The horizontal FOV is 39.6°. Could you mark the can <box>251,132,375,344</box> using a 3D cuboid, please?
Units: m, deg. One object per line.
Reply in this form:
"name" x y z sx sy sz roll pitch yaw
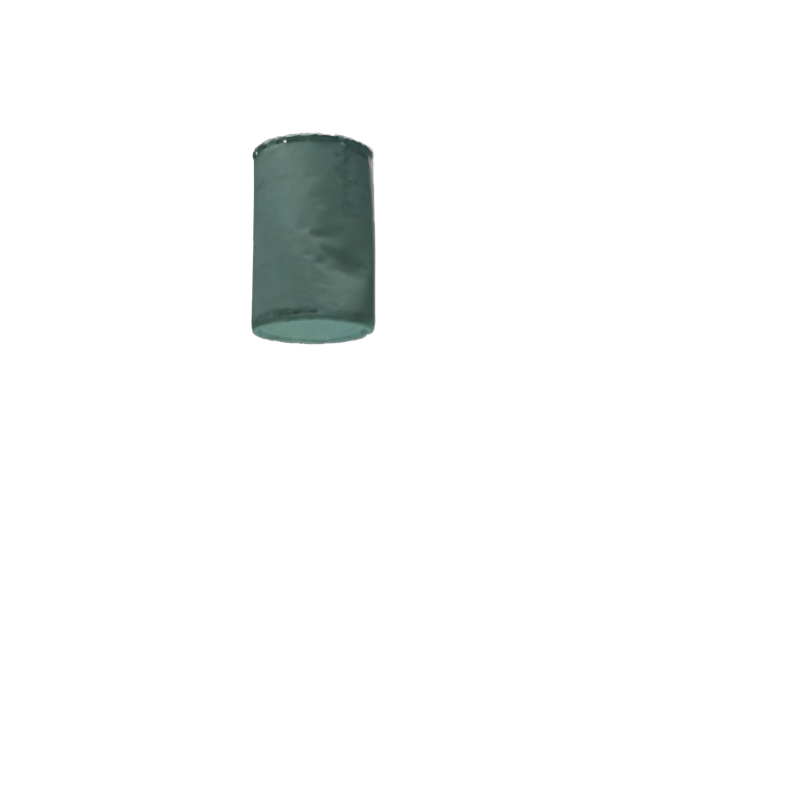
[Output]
"can" -0.047 -0.087 0.606 0.068 0.106 0.066 0 -13 -2
